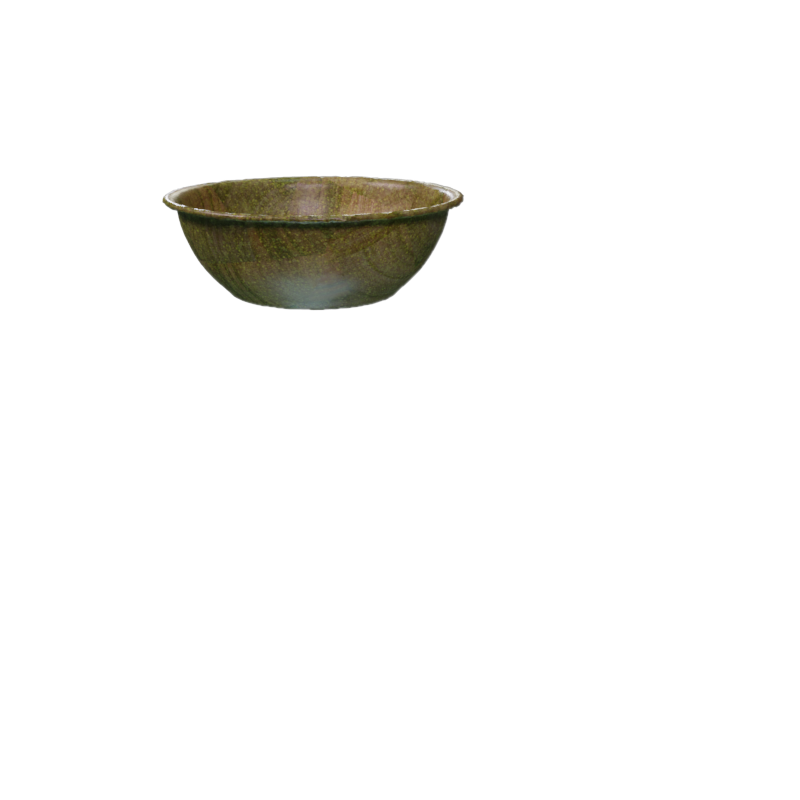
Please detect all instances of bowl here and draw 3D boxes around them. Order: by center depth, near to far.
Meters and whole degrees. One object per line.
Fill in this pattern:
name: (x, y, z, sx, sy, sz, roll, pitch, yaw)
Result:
bowl: (-0.047, -0.086, 0.602, 0.162, 0.053, 0.168, -1, 17, -2)
